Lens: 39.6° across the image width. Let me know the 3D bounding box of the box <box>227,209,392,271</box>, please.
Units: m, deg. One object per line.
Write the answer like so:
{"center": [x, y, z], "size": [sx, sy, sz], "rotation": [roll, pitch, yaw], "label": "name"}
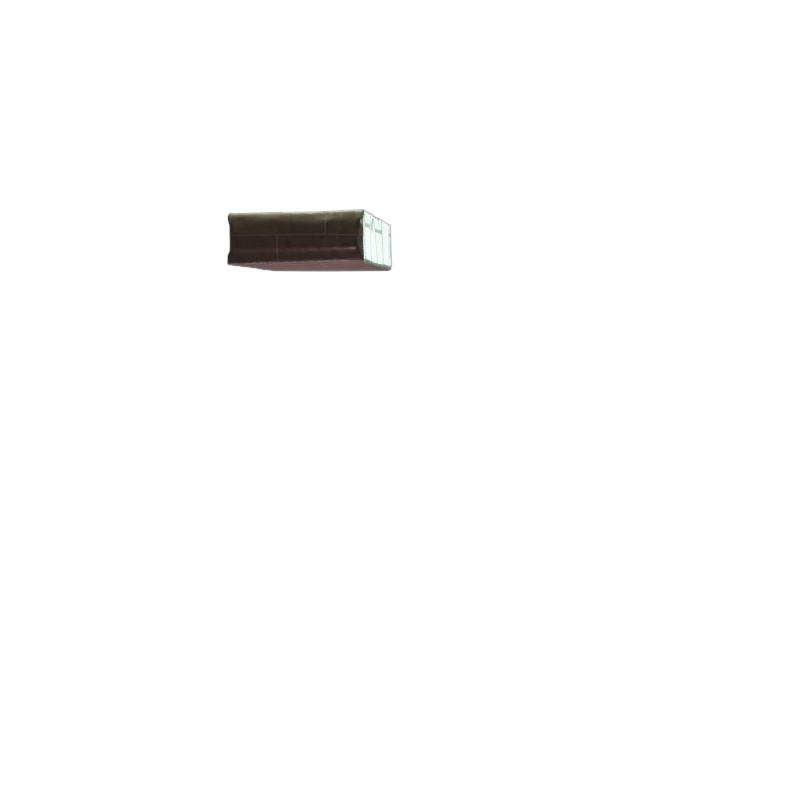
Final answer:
{"center": [-0.048, -0.087, 0.608], "size": [0.074, 0.030, 0.088], "rotation": [0, 3, 11], "label": "box"}
